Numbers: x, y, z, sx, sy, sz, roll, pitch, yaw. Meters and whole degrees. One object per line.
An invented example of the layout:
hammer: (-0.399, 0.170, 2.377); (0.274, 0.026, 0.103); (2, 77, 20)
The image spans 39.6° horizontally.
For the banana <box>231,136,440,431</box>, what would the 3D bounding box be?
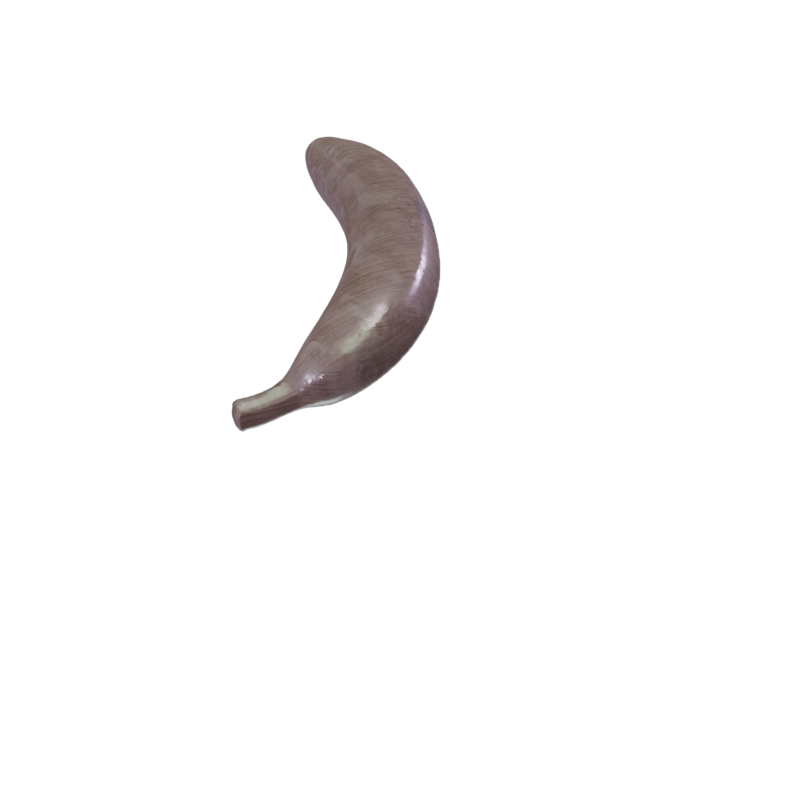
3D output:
banana: (-0.018, -0.061, 0.455); (0.070, 0.034, 0.210); (3, 38, 3)
